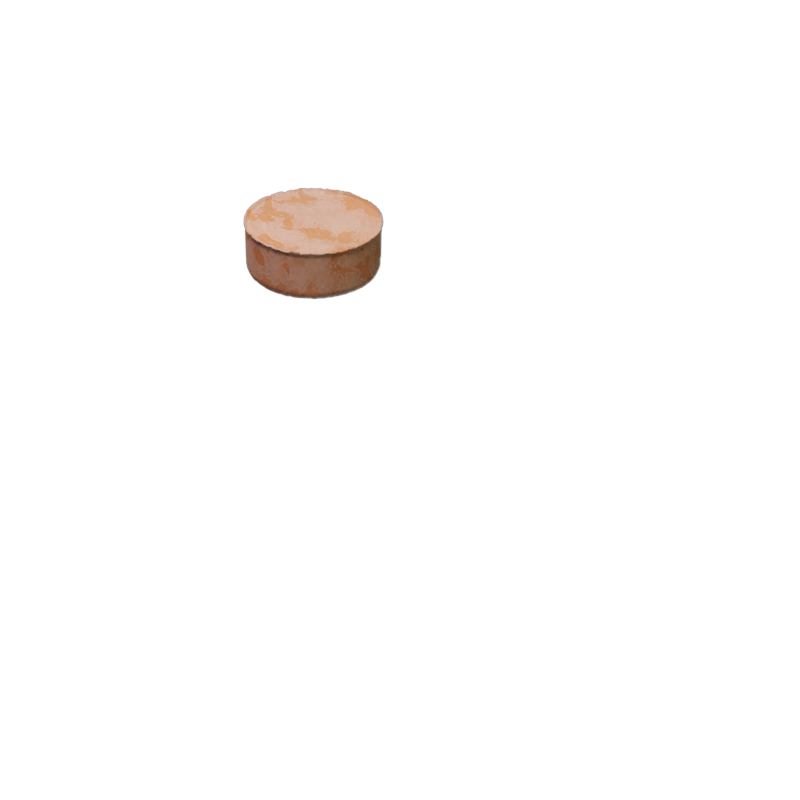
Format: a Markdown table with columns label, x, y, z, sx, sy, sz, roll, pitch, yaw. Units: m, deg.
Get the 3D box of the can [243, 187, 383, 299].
| label | x | y | z | sx | sy | sz | roll | pitch | yaw |
| --- | --- | --- | --- | --- | --- | --- | --- | --- | --- |
| can | -0.054 | -0.098 | 0.687 | 0.086 | 0.031 | 0.092 | -1 | 35 | -2 |
